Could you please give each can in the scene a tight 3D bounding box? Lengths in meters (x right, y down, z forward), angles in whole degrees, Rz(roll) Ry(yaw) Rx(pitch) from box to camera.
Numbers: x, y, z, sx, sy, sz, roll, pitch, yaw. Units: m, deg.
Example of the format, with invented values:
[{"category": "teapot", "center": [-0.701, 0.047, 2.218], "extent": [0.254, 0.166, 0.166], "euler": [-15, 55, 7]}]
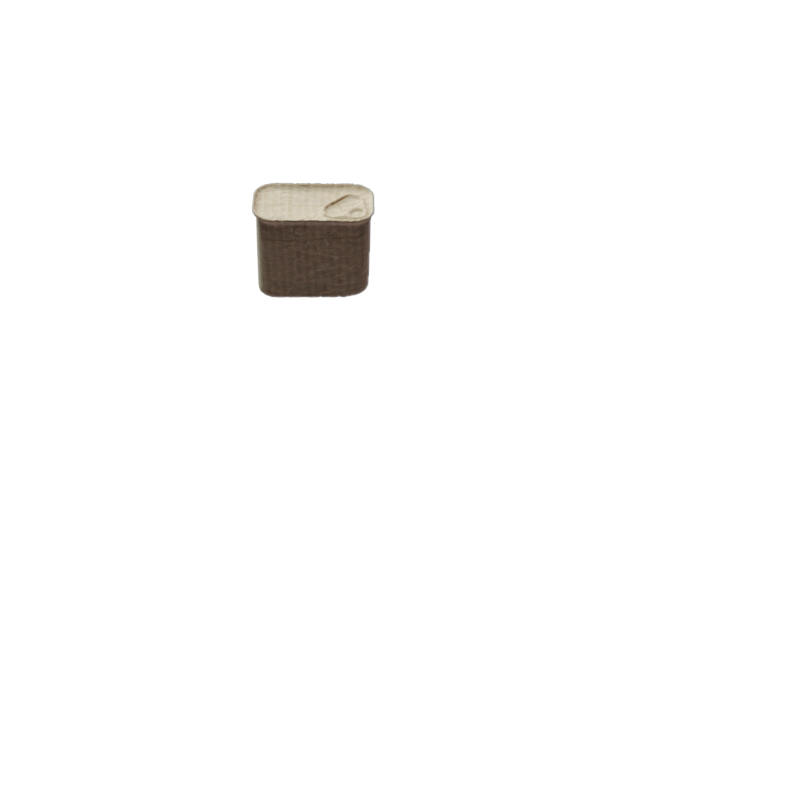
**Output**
[{"category": "can", "center": [-0.074, -0.135, 0.948], "extent": [0.102, 0.078, 0.061], "euler": [0, 39, -1]}]
